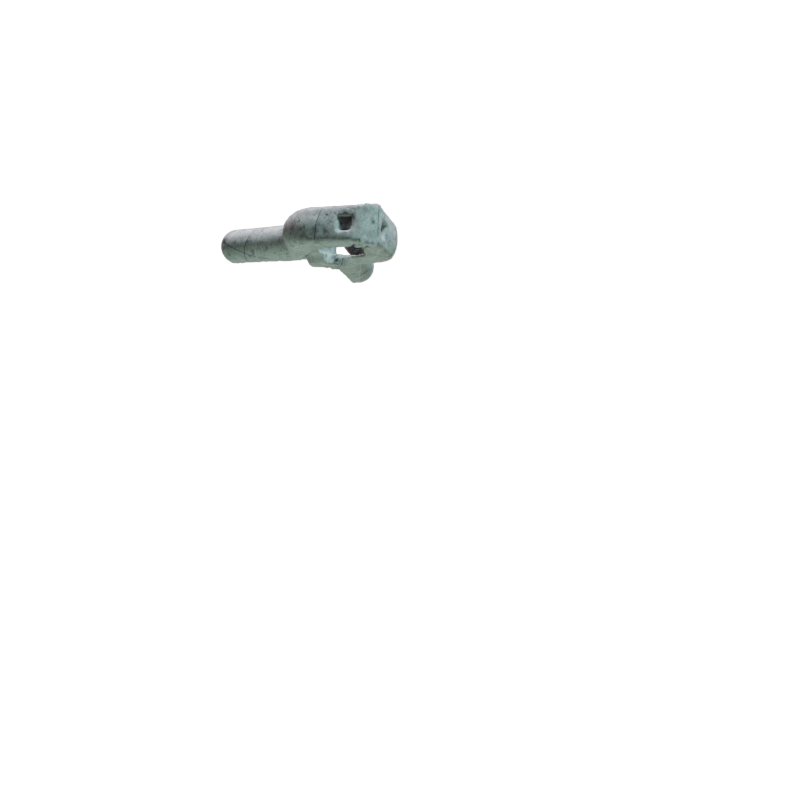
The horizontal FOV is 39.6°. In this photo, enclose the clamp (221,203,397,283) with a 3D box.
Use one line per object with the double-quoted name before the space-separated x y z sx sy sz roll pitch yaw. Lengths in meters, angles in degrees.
"clamp" -0.062 -0.112 0.787 0.118 0.040 0.170 1 -5 -13
